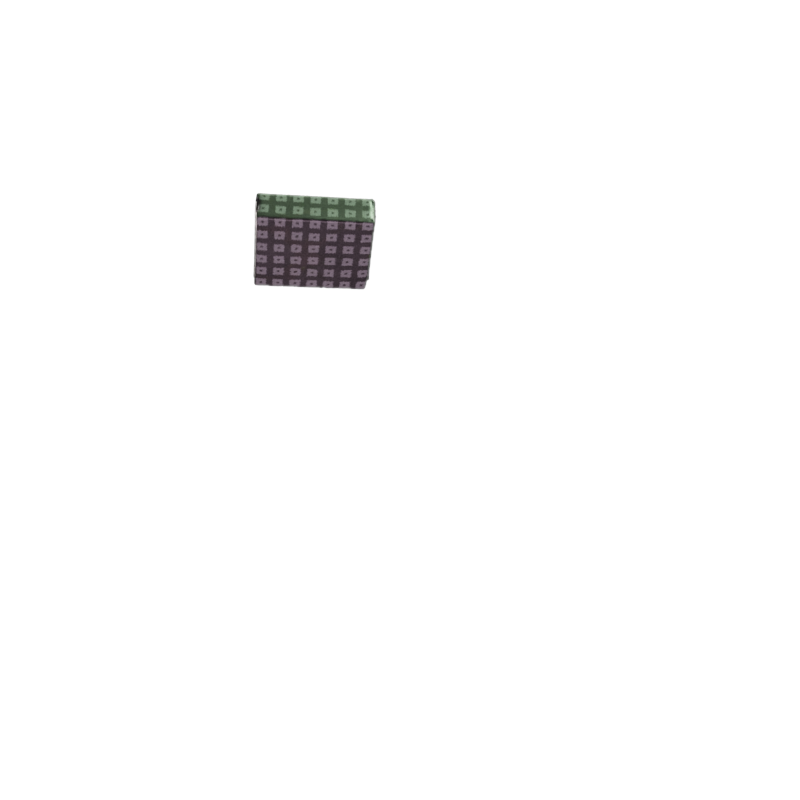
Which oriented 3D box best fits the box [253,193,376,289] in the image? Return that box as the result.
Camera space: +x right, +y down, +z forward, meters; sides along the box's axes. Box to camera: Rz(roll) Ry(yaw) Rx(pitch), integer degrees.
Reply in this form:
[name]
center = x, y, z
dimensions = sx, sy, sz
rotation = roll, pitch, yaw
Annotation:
[box]
center = -0.065, -0.119, 0.836
dimensions = 0.089, 0.032, 0.068
rotation = 2, -41, -3
